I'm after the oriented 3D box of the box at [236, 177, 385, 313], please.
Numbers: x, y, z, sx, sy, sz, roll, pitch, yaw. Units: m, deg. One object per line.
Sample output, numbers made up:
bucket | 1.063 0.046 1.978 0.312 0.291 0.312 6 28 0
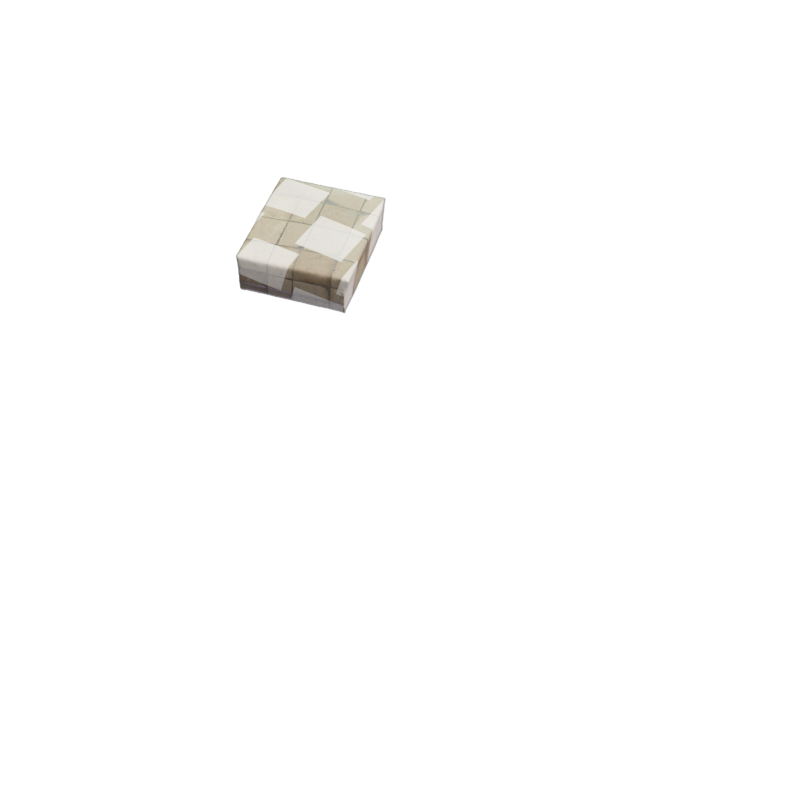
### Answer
box | -0.069 -0.125 0.873 0.092 0.036 0.119 11 46 10
